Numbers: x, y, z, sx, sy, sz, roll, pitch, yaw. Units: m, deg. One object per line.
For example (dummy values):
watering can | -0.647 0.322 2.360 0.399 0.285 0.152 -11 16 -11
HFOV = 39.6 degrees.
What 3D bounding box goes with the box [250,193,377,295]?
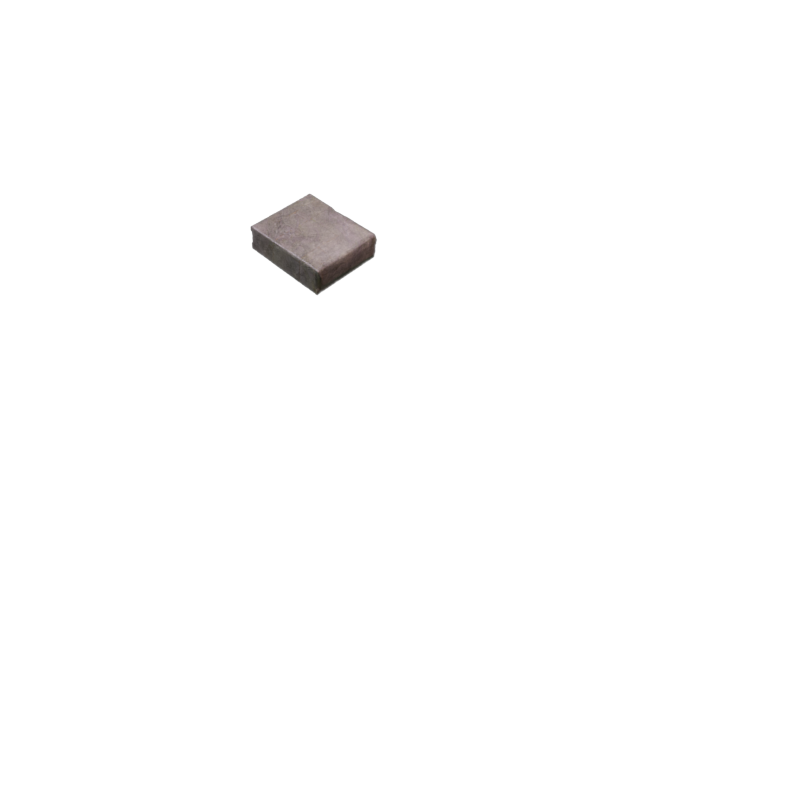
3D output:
box | -0.077 -0.141 0.989 0.073 0.028 0.095 -34 53 -31
